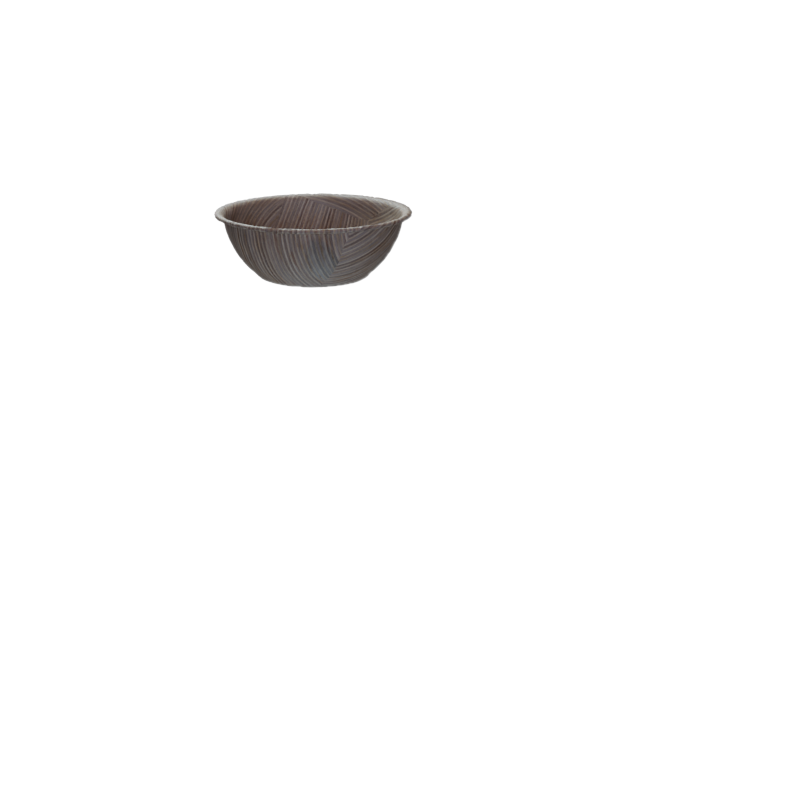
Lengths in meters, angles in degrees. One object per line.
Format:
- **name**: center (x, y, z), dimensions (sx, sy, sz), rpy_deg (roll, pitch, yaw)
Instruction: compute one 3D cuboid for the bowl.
- **bowl**: center (-0.071, -0.130, 0.911), dimensions (0.162, 0.053, 0.169), rpy_deg (-1, 19, -2)
